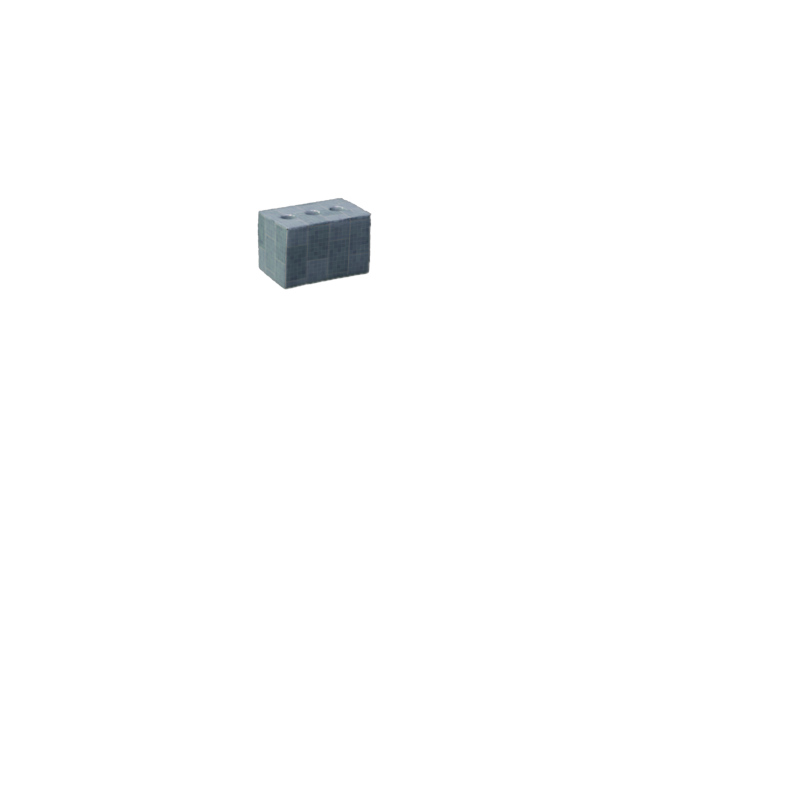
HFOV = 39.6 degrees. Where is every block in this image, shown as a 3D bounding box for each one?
[{"bbox_3d":[-0.069,-0.127,0.887,0.076,0.049,0.056,-14,28,-28],"label":"block"}]
